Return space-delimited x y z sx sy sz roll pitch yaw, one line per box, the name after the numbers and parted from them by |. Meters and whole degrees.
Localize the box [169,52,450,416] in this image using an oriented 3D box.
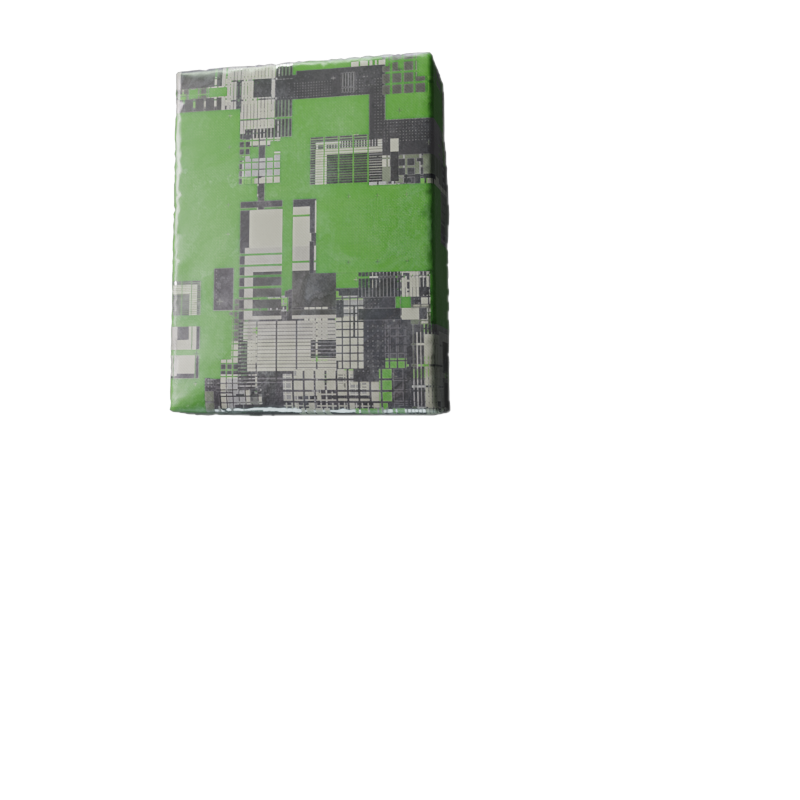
-0.054 -0.098 0.689 0.167 0.218 0.069 -2 -8 12 | box
